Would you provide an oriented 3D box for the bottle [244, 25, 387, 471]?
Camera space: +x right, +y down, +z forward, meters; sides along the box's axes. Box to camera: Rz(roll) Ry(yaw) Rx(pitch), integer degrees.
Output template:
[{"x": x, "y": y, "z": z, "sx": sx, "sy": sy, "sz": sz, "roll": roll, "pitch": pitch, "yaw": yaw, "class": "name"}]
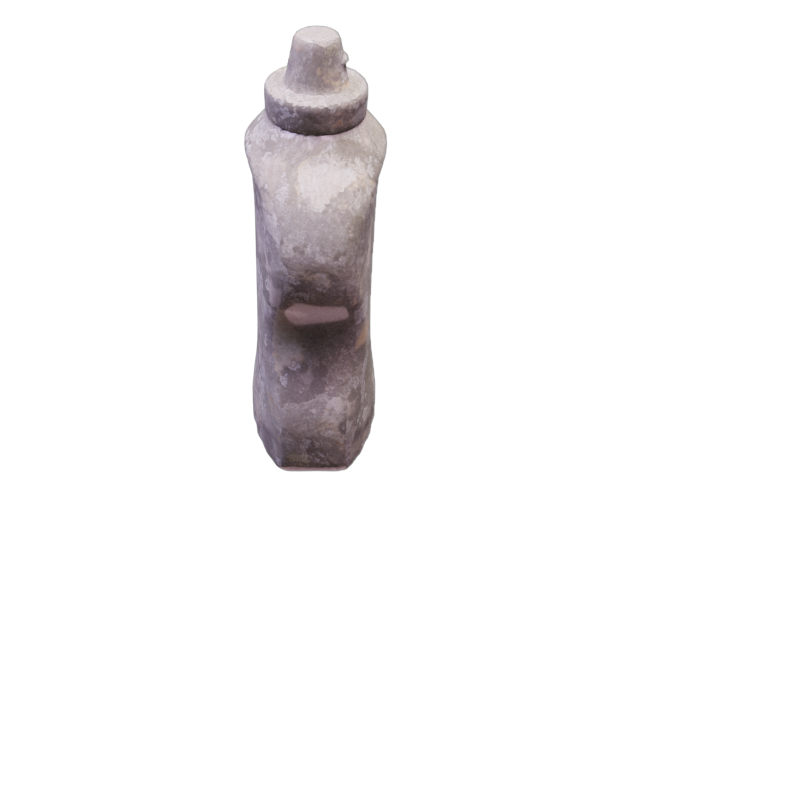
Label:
[{"x": -0.037, "y": -0.068, "z": 0.475, "sx": 0.058, "sy": 0.179, "sz": 0.103, "roll": 1, "pitch": 38, "yaw": -2, "class": "bottle"}]
